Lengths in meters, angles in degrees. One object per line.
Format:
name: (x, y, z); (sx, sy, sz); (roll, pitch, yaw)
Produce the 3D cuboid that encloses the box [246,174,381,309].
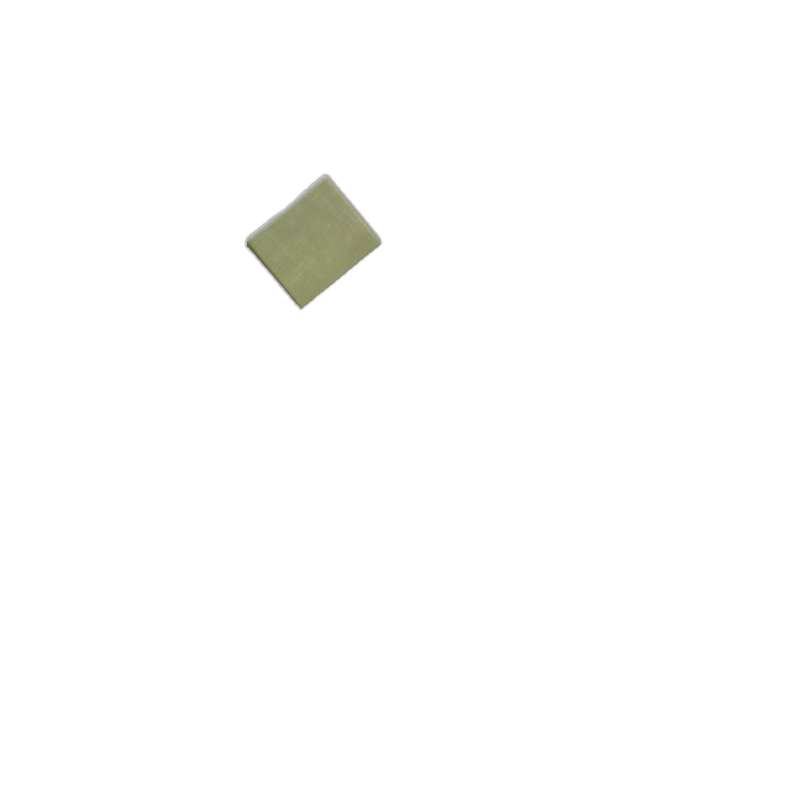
box: (-0.072, -0.132, 0.922); (0.089, 0.072, 0.031); (-39, 7, 5)
